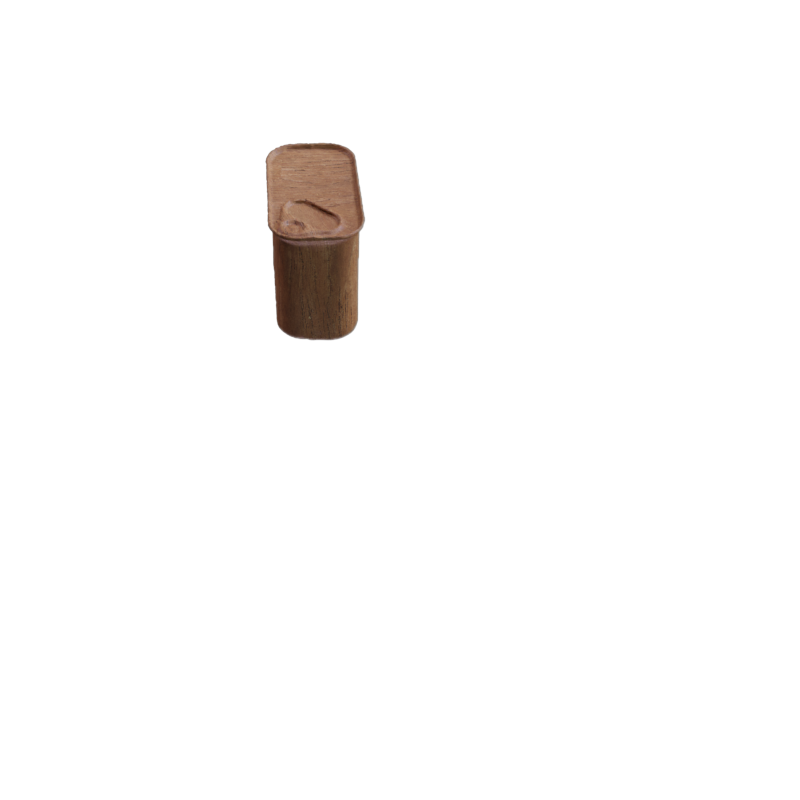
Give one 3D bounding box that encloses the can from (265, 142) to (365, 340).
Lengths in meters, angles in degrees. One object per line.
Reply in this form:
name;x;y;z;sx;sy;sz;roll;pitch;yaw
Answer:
can;-0.055;-0.100;0.700;0.057;0.078;0.110;-2;41;-6
